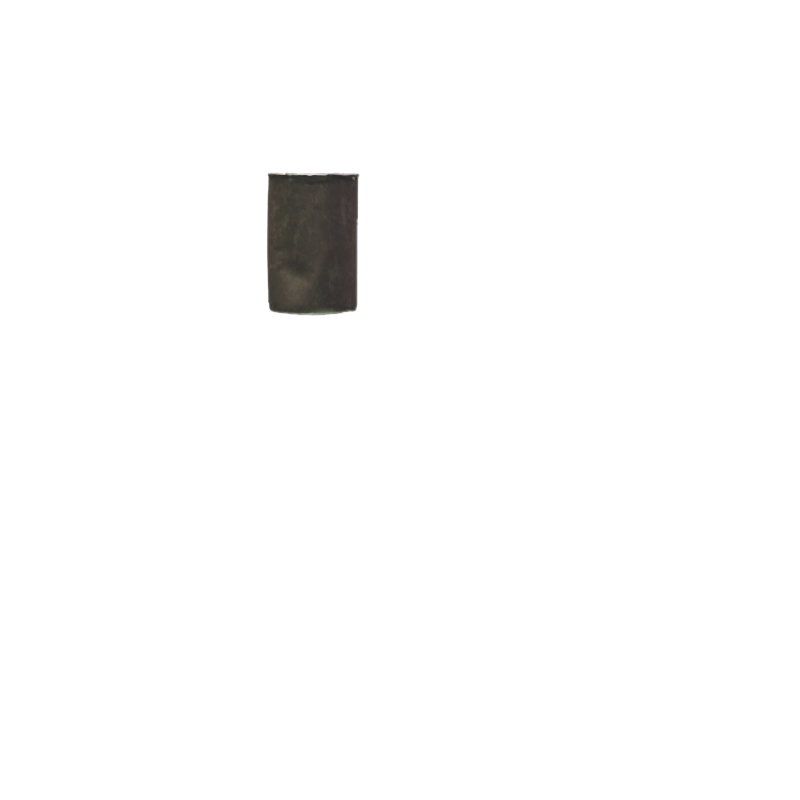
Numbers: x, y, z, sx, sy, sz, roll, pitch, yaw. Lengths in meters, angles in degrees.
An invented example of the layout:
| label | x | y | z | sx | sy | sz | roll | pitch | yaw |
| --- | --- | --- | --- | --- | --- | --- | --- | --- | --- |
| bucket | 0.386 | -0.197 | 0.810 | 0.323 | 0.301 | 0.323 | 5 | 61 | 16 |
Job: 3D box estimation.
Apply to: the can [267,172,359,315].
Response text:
| label | x | y | z | sx | sy | sz | roll | pitch | yaw |
| --- | --- | --- | --- | --- | --- | --- | --- | --- | --- |
| can | -0.064 | -0.117 | 0.821 | 0.068 | 0.101 | 0.069 | 0 | 6 | -2 |
